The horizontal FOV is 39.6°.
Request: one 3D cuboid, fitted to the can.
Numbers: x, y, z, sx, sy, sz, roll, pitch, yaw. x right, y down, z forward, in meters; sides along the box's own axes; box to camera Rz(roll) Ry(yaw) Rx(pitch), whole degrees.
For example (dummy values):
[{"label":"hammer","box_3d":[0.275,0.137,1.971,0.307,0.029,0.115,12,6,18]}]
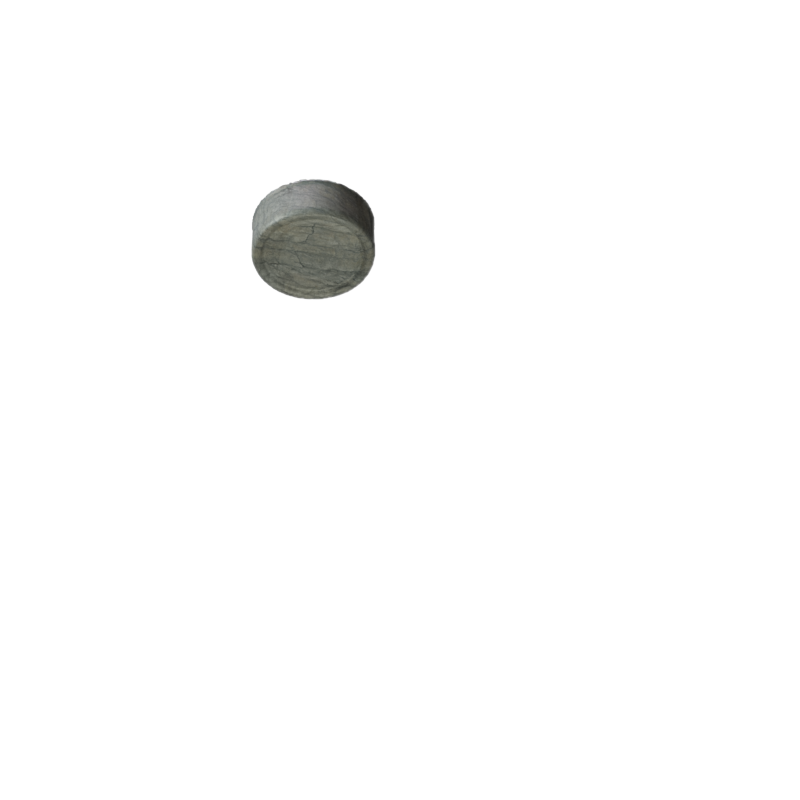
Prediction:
[{"label":"can","box_3d":[-0.060,-0.109,0.763,0.086,0.036,0.080,1,-42,-1]}]
